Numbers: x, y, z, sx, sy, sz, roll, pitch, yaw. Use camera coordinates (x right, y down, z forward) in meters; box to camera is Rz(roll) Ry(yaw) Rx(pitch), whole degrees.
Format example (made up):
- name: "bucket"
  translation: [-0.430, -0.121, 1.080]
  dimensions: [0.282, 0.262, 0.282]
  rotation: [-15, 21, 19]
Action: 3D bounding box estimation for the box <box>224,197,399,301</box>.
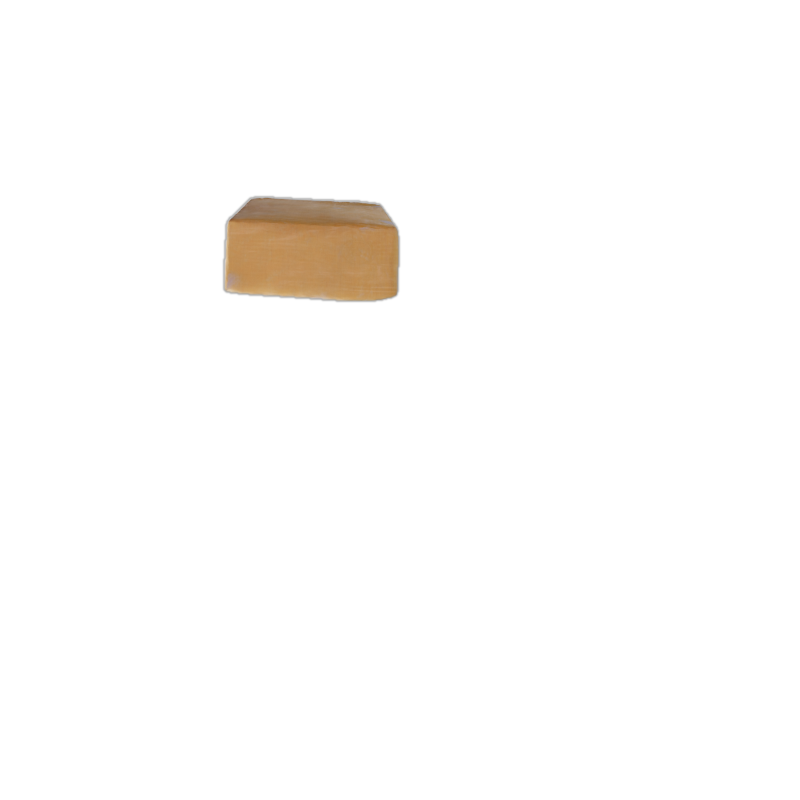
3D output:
- name: "box"
  translation: [-0.052, -0.096, 0.667]
  dimensions: [0.093, 0.047, 0.182]
  rotation: [2, 16, -4]
